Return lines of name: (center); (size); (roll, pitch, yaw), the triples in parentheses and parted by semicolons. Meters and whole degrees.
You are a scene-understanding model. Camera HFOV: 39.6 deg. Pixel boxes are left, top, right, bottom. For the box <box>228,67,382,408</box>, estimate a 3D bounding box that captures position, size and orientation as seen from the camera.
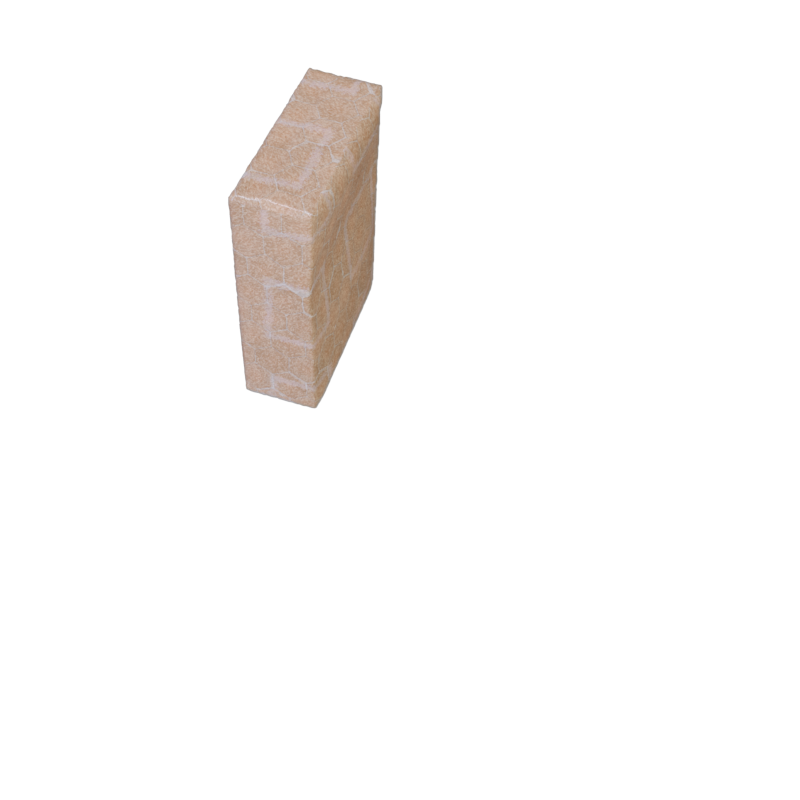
box: (-0.069, -0.125, 0.876); (0.073, 0.172, 0.199); (14, -40, 8)
